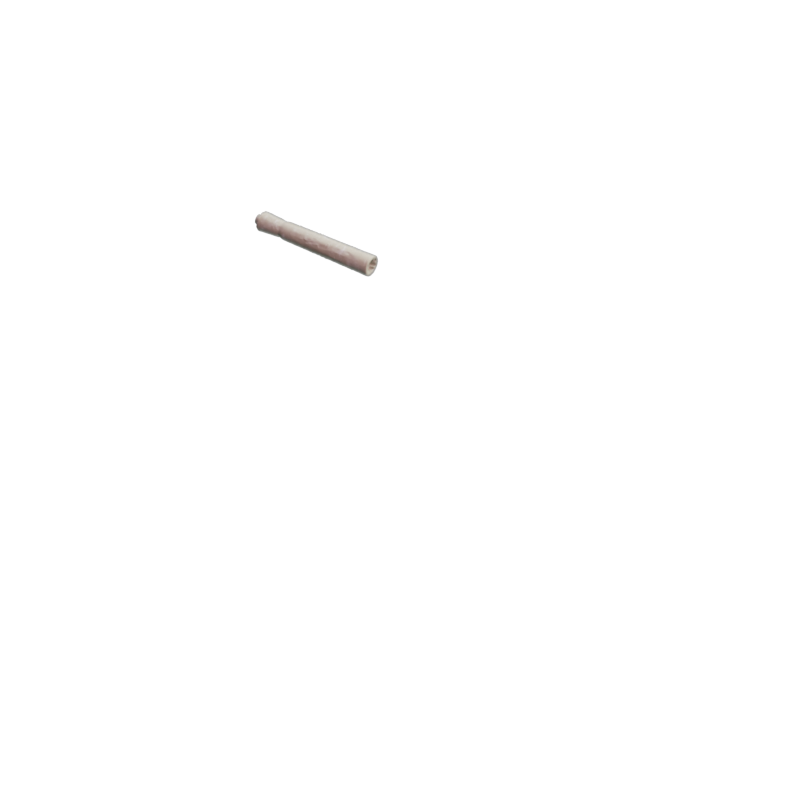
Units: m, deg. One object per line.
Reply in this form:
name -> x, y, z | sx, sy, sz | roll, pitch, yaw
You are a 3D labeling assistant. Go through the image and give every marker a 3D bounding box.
marker -> -0.074, -0.135, 0.949 | 0.127, 0.019, 0.019 | 26, 15, 27
